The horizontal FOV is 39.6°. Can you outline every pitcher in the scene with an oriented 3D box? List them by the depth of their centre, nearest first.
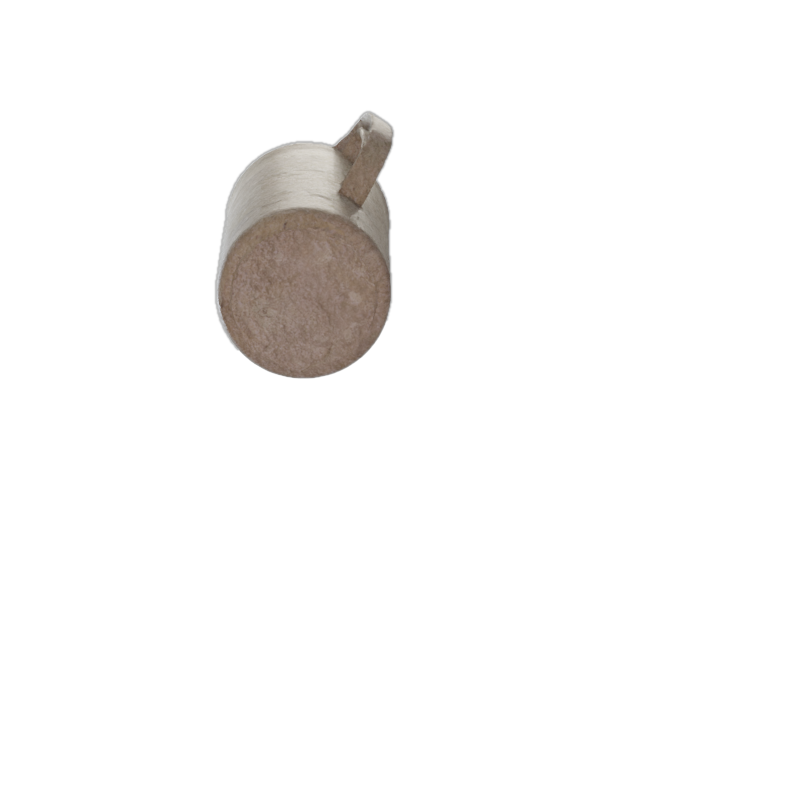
[{"bbox_3d":[-0.061,-0.112,0.784,0.145,0.144,0.252,-11,18,0],"label":"pitcher"}]
